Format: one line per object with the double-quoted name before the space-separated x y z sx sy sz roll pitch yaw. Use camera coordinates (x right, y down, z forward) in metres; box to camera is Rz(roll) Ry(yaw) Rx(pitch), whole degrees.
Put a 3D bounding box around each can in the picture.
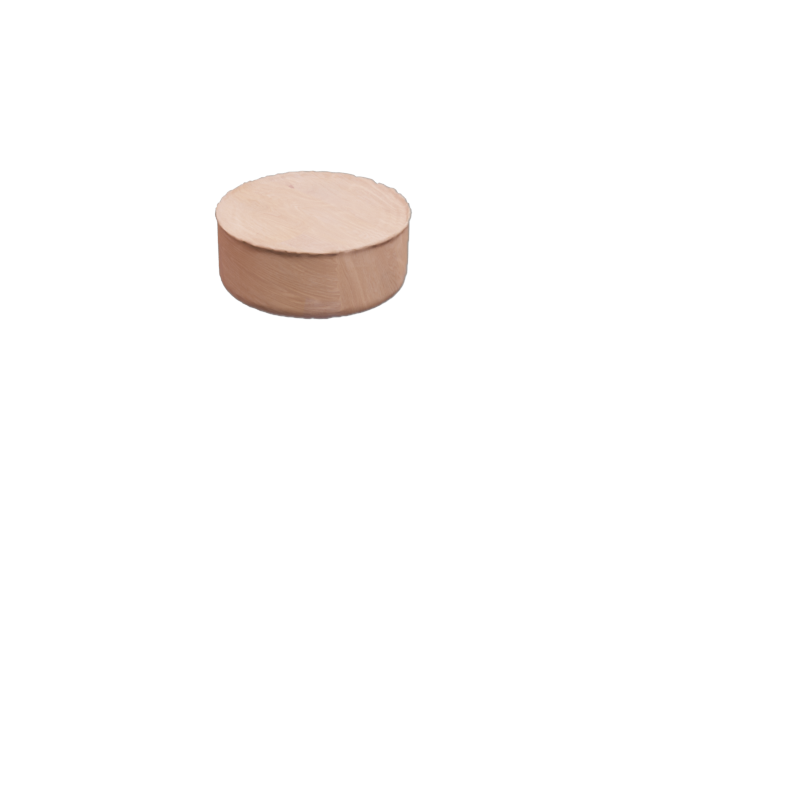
"can" -0.038 -0.070 0.491 0.086 0.032 0.091 -1 32 -2
